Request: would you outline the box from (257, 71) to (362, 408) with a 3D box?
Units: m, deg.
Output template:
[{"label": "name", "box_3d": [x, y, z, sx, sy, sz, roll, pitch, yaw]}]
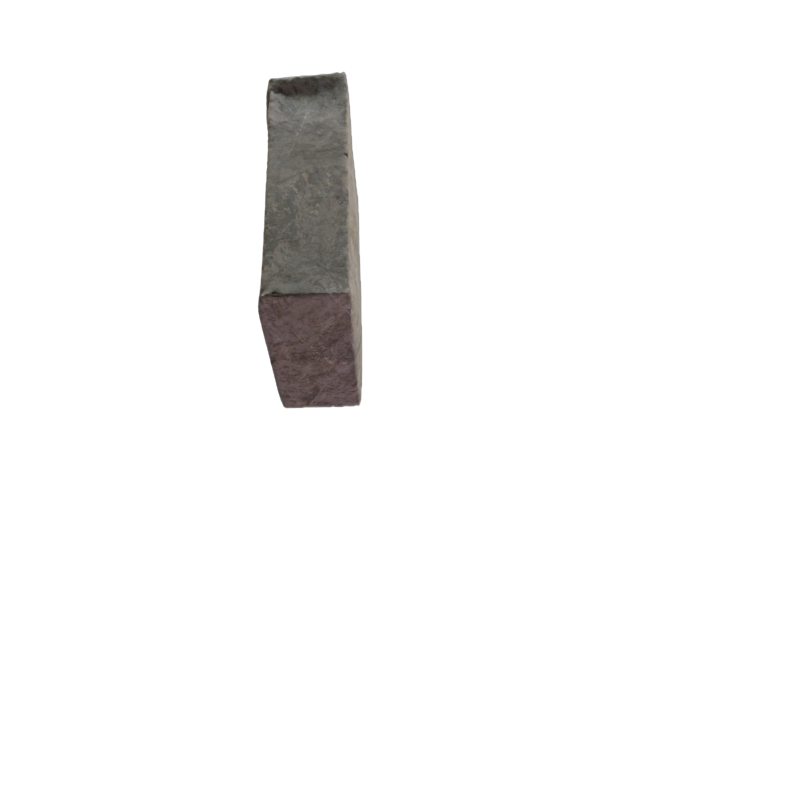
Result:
[{"label": "box", "box_3d": [-0.069, -0.125, 0.878, 0.072, 0.228, 0.153, -3, -32, 0]}]
